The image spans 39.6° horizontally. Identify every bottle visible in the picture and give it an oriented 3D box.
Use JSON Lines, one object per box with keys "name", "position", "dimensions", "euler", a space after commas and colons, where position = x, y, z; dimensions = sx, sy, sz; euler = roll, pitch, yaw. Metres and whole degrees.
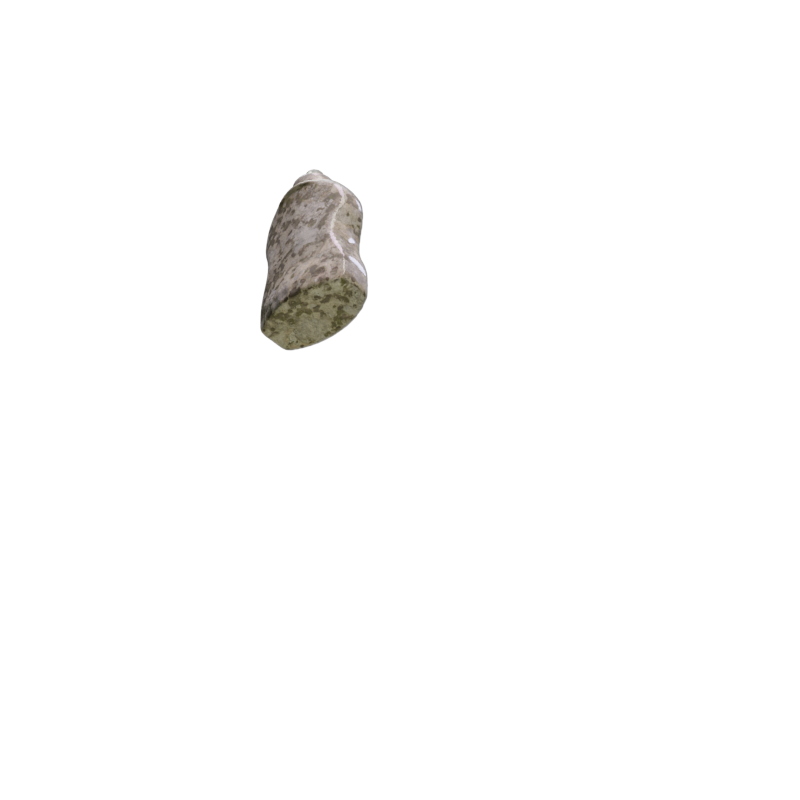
{"name": "bottle", "position": [-0.075, -0.138, 0.966], "dimensions": [0.095, 0.206, 0.055], "euler": [-34, -52, 27]}
